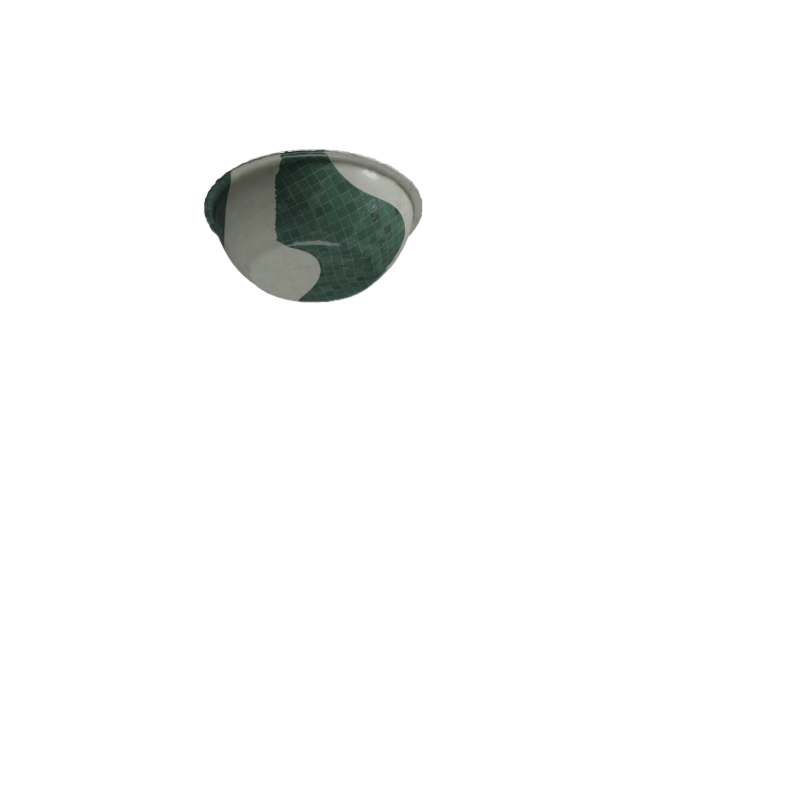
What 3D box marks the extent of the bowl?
[{"bbox_3d":[-0.063,-0.115,0.806,0.162,0.058,0.153,1,-24,-2],"label":"bowl"}]
